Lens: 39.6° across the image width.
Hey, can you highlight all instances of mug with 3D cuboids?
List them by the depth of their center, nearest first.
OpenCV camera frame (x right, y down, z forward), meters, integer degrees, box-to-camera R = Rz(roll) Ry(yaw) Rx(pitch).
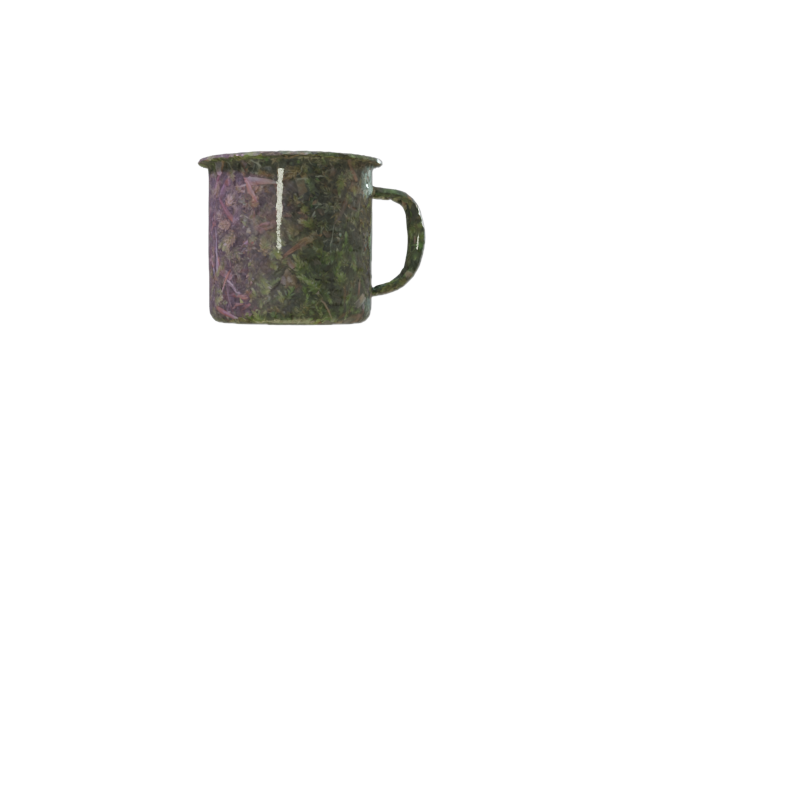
[{"bbox_3d":[-0.044,-0.080,0.560,0.114,0.082,0.095,-1,3,-18],"label":"mug"}]
